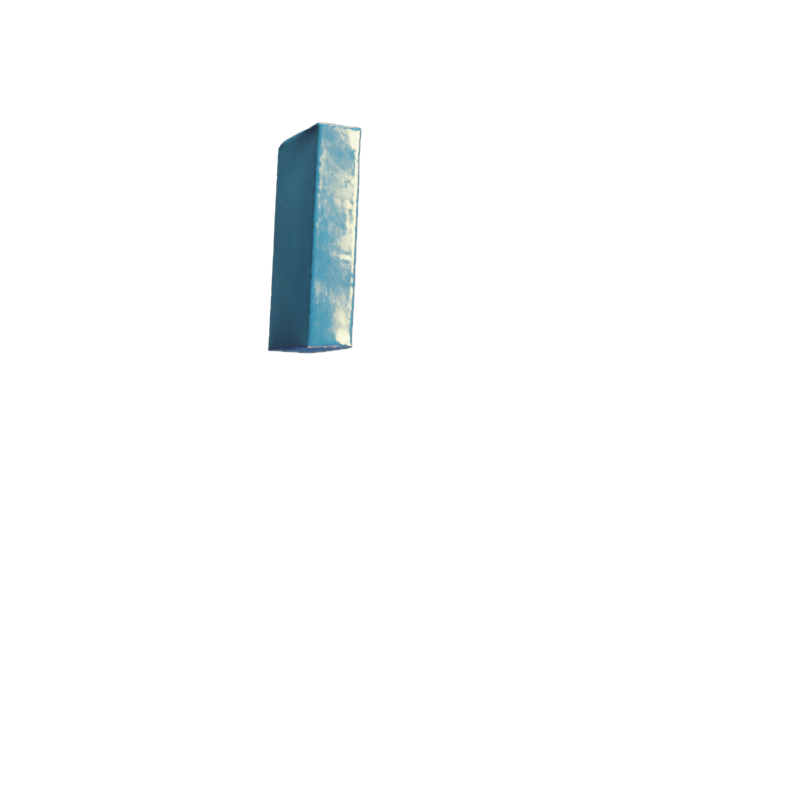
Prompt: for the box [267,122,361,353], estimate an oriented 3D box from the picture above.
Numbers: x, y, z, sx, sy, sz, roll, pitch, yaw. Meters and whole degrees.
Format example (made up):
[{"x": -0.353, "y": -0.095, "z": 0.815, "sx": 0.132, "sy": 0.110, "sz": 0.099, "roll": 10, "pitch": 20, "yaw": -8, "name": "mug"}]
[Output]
[{"x": -0.070, "y": -0.128, "z": 0.893, "sx": 0.046, "sy": 0.179, "sz": 0.095, "roll": 3, "pitch": -7, "yaw": -25, "name": "box"}]
